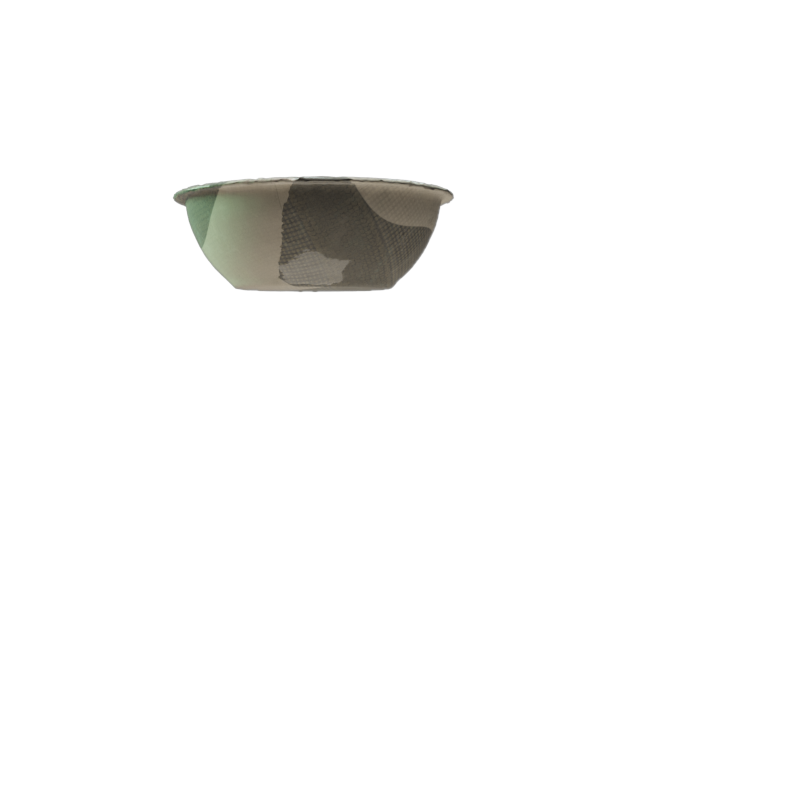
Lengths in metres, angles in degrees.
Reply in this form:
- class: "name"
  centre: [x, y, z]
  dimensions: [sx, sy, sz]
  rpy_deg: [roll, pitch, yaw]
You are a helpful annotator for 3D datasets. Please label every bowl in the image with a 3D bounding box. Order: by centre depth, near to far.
- class: "bowl"
  centre: [-0.050, -0.091, 0.640]
  dimensions: [0.162, 0.055, 0.162]
  rpy_deg: [0, 3, -2]
